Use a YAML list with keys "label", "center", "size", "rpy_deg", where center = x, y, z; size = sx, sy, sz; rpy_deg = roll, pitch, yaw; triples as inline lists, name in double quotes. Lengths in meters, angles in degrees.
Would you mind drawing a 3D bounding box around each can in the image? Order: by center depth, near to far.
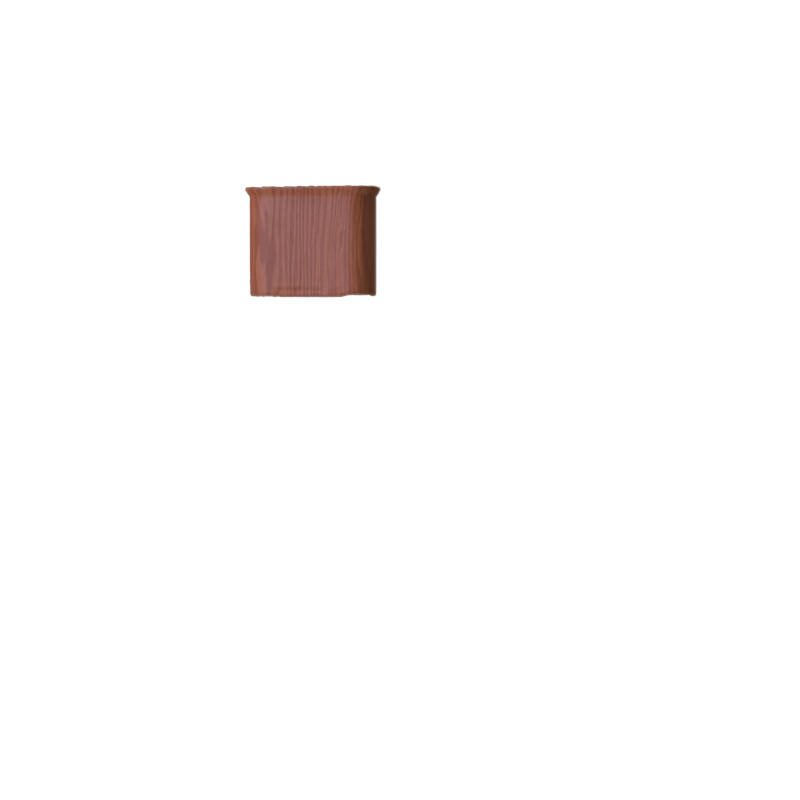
- label: "can"
  center: [-0.067, -0.122, 0.852]
  size: [0.103, 0.084, 0.057]
  rpy_deg: [1, 2, 10]
